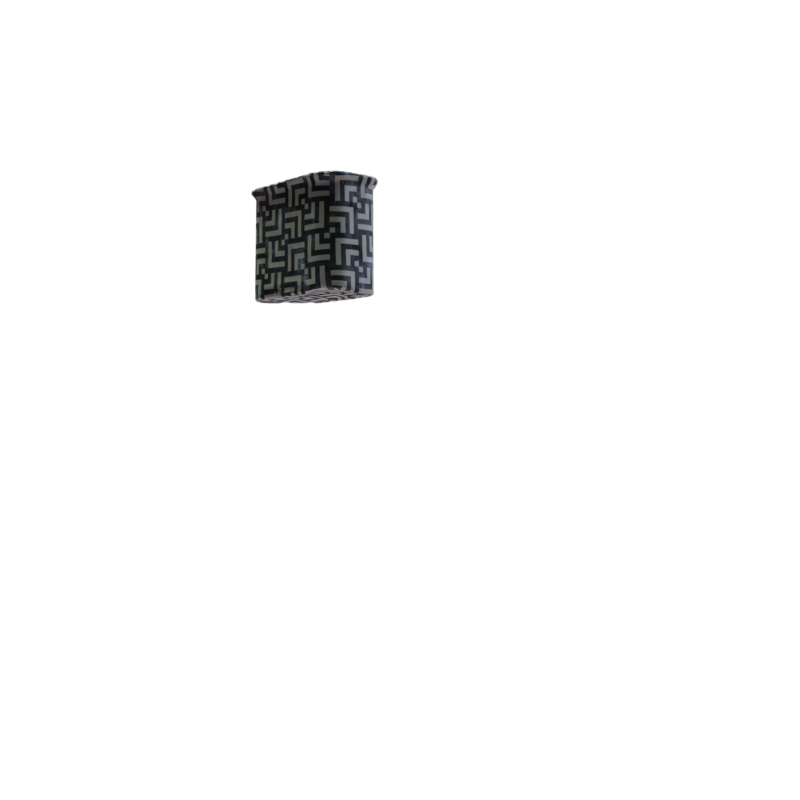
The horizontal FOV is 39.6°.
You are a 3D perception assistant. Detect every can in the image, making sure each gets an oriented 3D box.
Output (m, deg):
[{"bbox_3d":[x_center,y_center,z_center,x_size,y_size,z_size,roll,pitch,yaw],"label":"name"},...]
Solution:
[{"bbox_3d":[-0.063,-0.115,0.807,0.055,0.085,0.105,5,-7,-41],"label":"can"}]
